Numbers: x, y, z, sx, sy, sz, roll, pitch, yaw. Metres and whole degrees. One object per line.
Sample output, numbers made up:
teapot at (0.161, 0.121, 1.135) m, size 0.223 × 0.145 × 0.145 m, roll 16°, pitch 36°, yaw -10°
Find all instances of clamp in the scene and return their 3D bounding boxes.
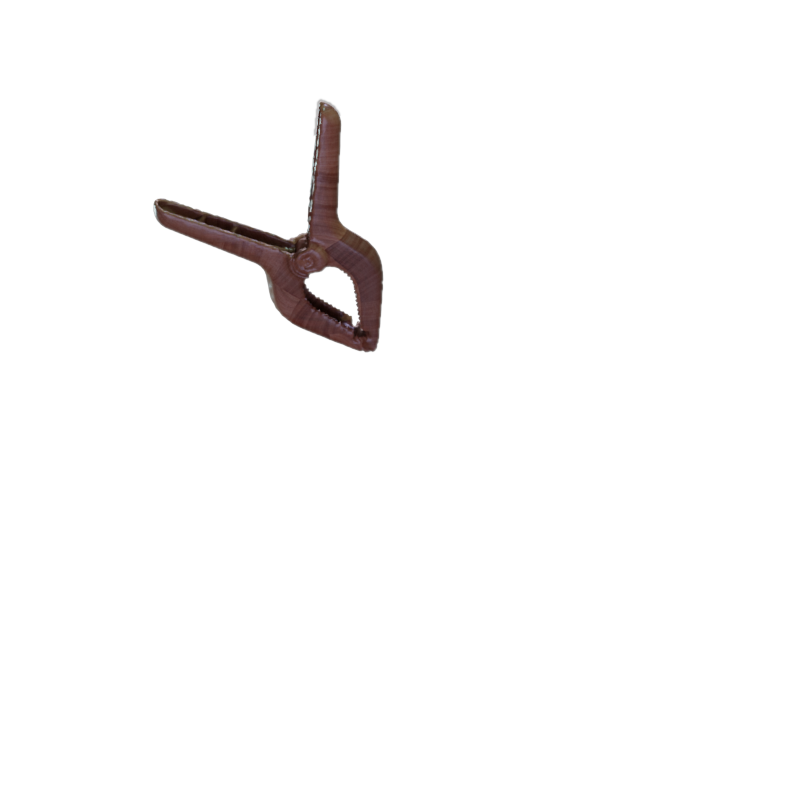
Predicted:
clamp at (-0.069, -0.126, 0.880) m, size 0.164 × 0.199 × 0.039 m, roll -35°, pitch 24°, yaw 17°
